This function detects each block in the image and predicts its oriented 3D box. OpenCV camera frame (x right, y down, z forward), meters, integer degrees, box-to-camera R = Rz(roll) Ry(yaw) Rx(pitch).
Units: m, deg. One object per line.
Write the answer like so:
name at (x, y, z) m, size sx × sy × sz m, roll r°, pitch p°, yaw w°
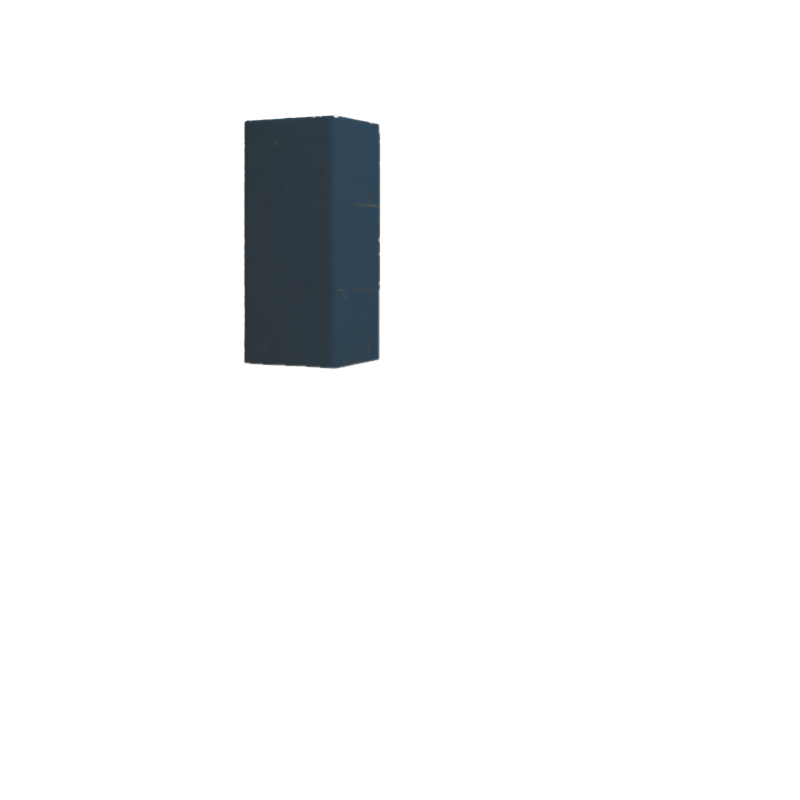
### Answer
block at (-0.074, -0.136, 0.953) m, size 0.093 × 0.206 × 0.088 m, roll 1°, pitch 1°, yaw 27°
